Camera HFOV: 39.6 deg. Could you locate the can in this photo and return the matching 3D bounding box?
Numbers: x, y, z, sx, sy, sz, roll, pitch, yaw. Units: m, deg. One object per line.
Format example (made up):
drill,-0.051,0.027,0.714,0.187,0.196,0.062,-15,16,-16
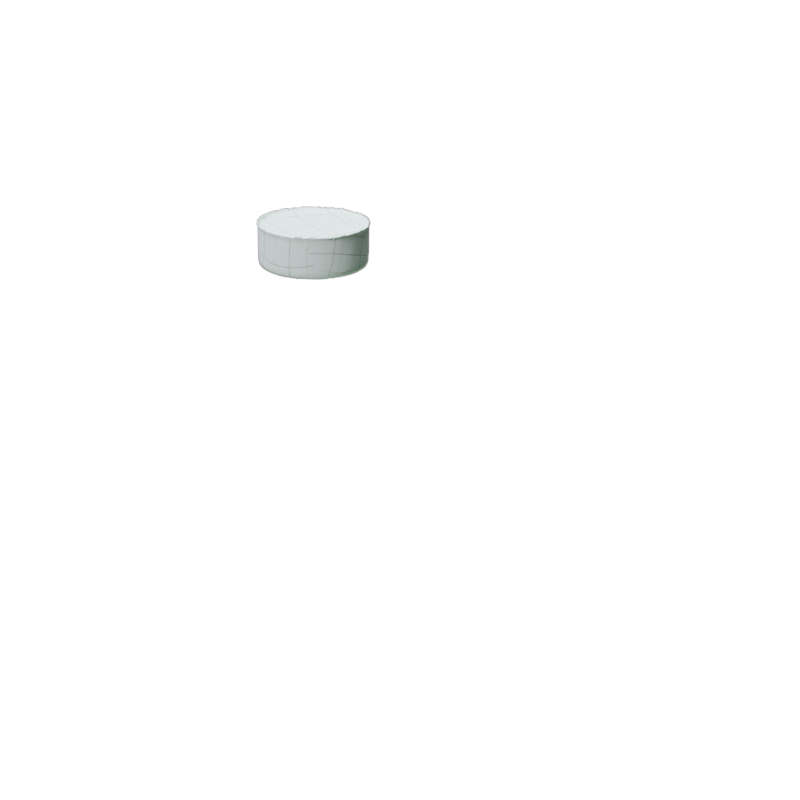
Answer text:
can,-0.066,-0.120,0.838,0.086,0.032,0.090,-1,23,-2
